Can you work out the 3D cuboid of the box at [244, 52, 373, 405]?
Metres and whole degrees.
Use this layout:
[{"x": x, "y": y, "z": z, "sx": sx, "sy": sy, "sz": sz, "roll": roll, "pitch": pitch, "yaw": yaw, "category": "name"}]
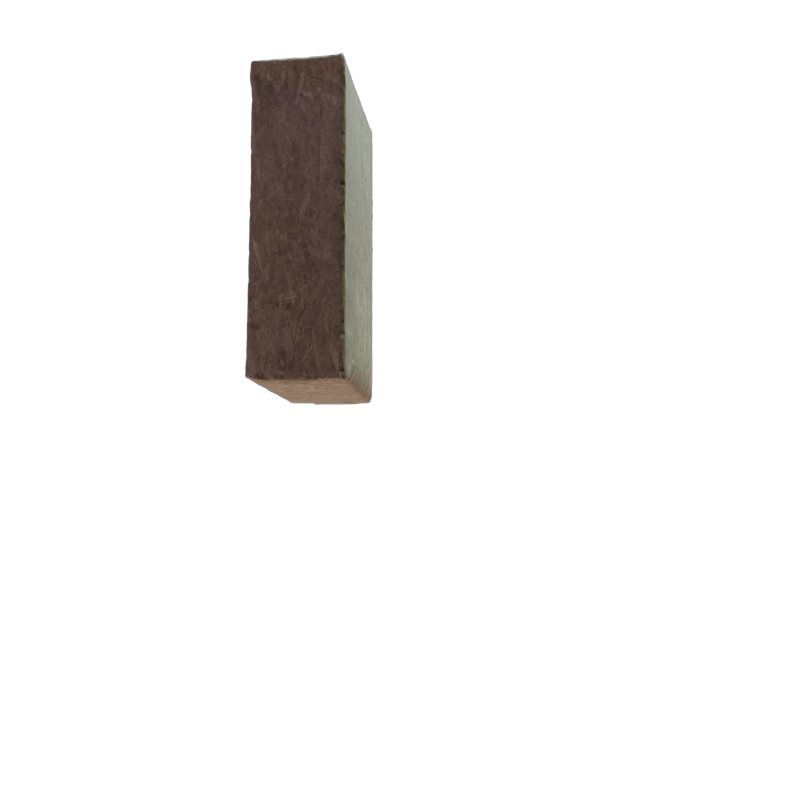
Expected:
[{"x": -0.060, "y": -0.110, "z": 0.771, "sx": 0.072, "sy": 0.220, "sz": 0.158, "roll": -2, "pitch": -10, "yaw": 5, "category": "box"}]
